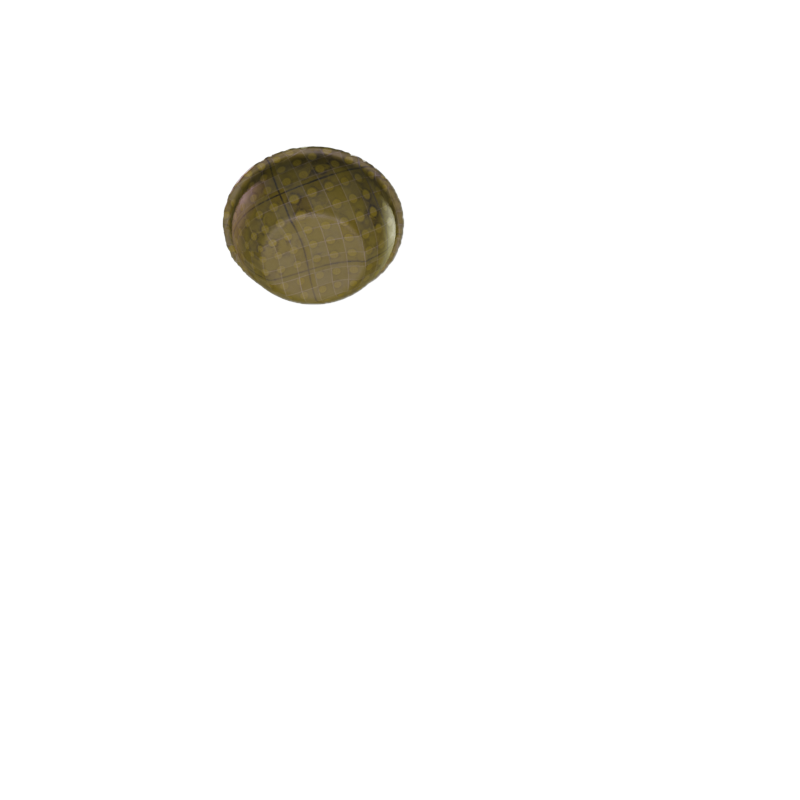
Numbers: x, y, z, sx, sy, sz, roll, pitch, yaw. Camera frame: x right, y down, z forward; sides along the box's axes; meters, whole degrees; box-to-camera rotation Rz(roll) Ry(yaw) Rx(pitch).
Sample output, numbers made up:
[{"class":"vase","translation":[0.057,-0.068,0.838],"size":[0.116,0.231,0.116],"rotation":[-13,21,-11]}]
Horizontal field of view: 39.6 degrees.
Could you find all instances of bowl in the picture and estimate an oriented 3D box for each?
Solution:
[{"class":"bowl","translation":[-0.076,-0.138,0.966],"size":[0.162,0.152,0.059],"rotation":[1,36,-1]}]
